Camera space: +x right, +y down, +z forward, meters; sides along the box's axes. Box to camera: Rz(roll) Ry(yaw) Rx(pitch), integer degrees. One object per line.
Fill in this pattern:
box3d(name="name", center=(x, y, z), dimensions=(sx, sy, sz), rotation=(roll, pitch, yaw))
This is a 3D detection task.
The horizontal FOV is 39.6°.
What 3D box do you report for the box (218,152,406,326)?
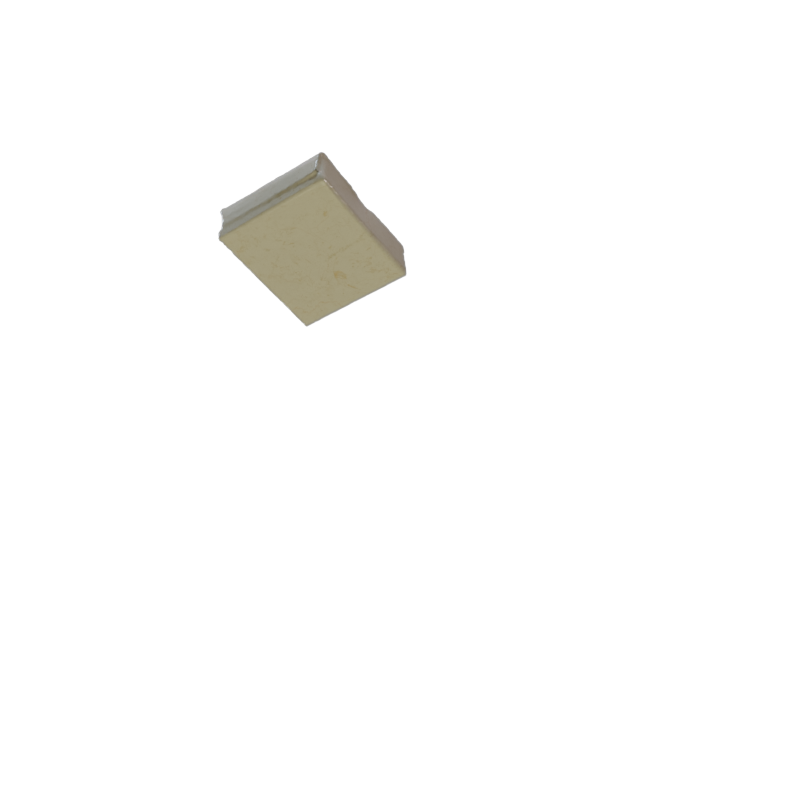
box3d(name="box", center=(-0.051, -0.092, 0.645), dimensions=(0.073, 0.032, 0.083), rotation=(-27, -53, 22))
